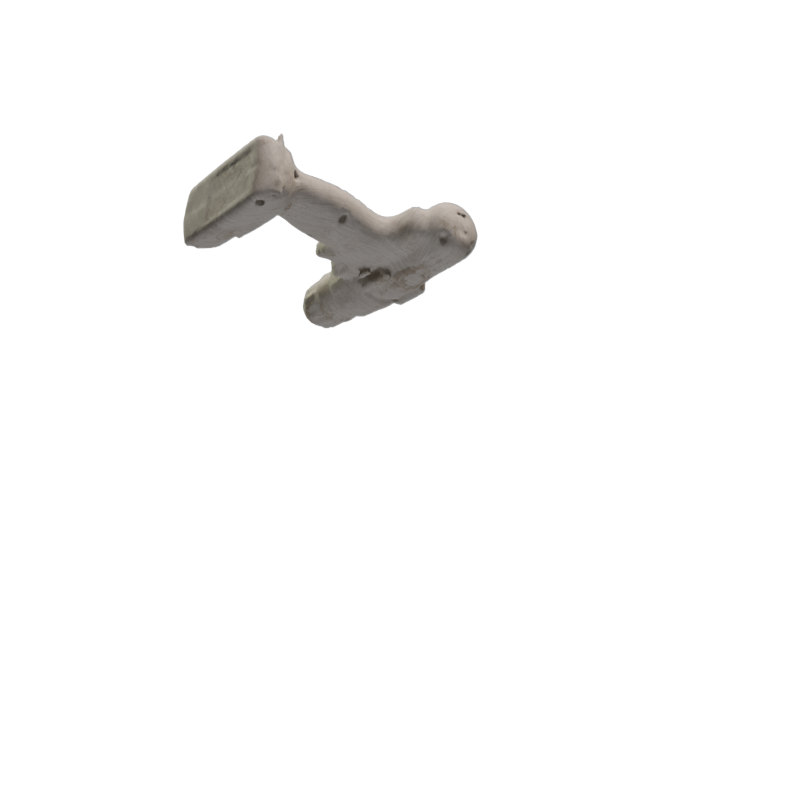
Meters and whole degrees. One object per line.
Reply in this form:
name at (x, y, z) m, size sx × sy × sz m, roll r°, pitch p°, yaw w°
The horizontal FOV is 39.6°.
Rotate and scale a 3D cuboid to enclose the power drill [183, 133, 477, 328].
power drill at (-0.065, -0.119, 0.835) m, size 0.177 × 0.061 × 0.184 m, roll 19°, pitch -32°, yaw -35°
